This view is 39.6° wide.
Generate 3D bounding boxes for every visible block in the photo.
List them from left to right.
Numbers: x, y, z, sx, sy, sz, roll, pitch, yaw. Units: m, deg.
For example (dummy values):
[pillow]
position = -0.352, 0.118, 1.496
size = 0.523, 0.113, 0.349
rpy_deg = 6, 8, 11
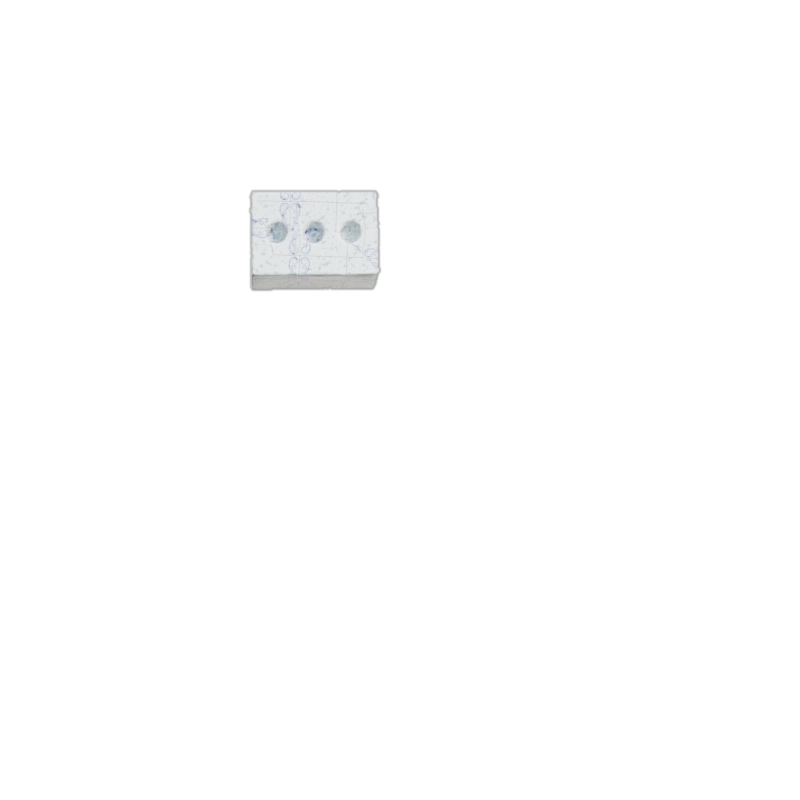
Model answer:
[block]
position = -0.053, -0.097, 0.680
size = 0.078, 0.054, 0.050
rpy_deg = -1, -9, -2
